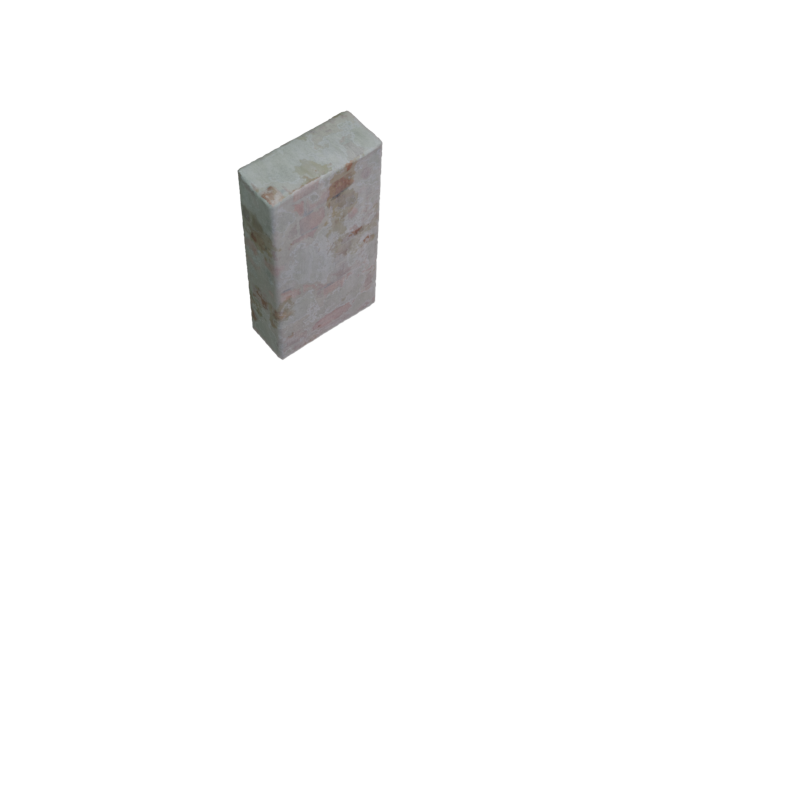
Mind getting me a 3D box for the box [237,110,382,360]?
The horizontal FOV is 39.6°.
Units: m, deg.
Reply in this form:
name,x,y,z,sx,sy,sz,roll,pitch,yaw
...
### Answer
name,x,y,z,sx,sy,sz,roll,pitch,yaw
box,-0.061,-0.111,0.778,0.094,0.051,0.165,-34,-24,-22
